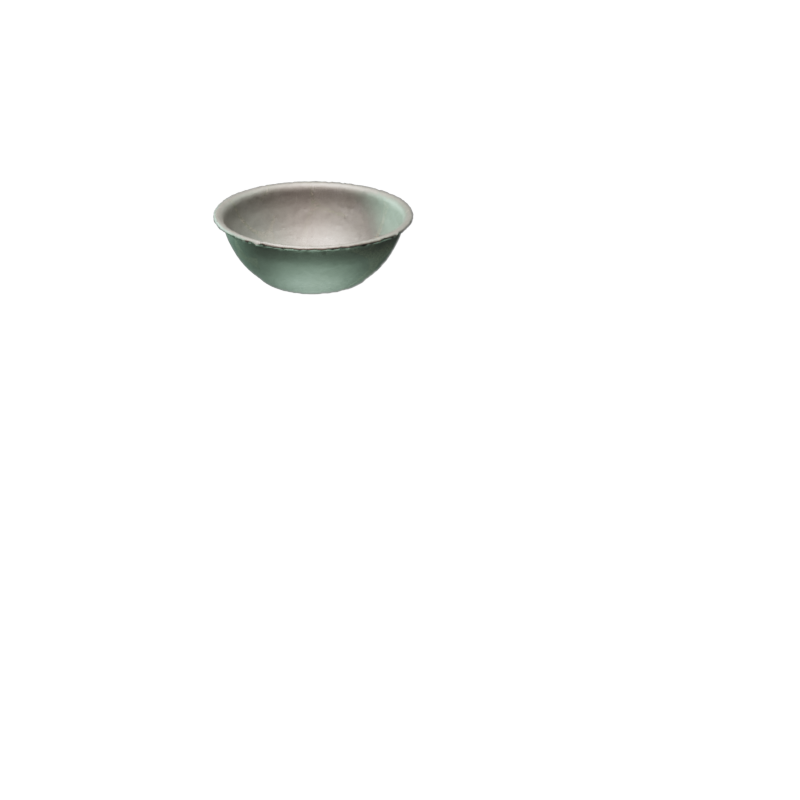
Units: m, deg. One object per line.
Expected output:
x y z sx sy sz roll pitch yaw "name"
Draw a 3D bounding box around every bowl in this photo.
-0.071 -0.129 0.905 0.162 0.052 0.171 -1 28 -2 "bowl"
